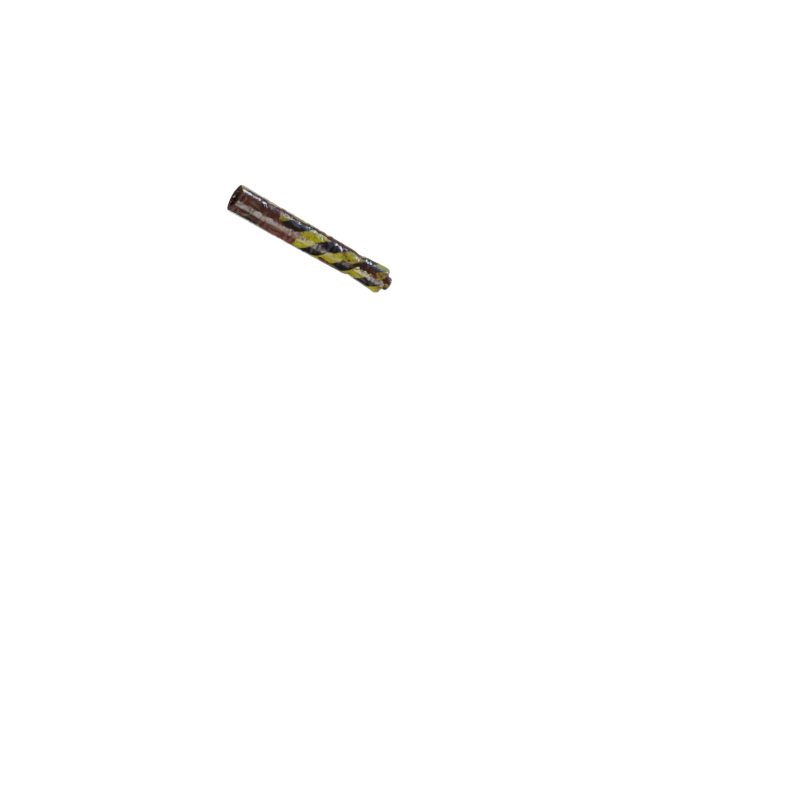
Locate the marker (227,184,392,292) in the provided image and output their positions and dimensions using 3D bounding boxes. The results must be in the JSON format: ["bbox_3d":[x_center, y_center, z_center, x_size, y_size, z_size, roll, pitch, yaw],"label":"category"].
[{"bbox_3d":[-0.056,-0.103,0.719,0.116,0.020,0.020,28,-7,-19],"label":"marker"}]
